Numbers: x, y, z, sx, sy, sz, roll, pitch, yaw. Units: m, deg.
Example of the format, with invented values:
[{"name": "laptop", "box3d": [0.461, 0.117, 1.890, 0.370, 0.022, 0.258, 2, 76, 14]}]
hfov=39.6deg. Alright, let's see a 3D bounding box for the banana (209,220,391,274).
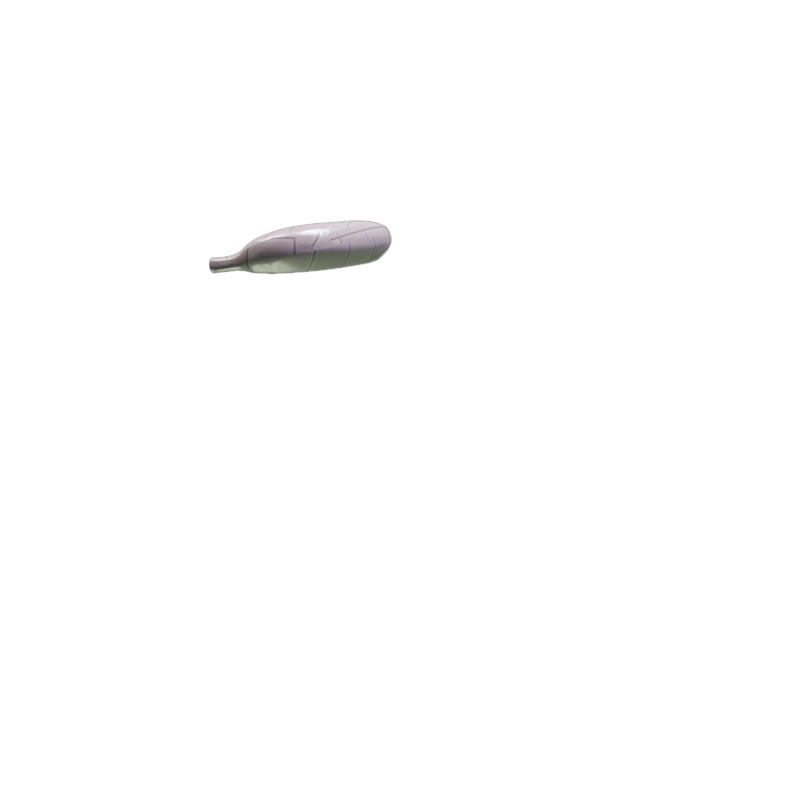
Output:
[{"name": "banana", "box3d": [-0.059, -0.125, 0.885, 0.073, 0.036, 0.193, 10, 16, 40]}]
